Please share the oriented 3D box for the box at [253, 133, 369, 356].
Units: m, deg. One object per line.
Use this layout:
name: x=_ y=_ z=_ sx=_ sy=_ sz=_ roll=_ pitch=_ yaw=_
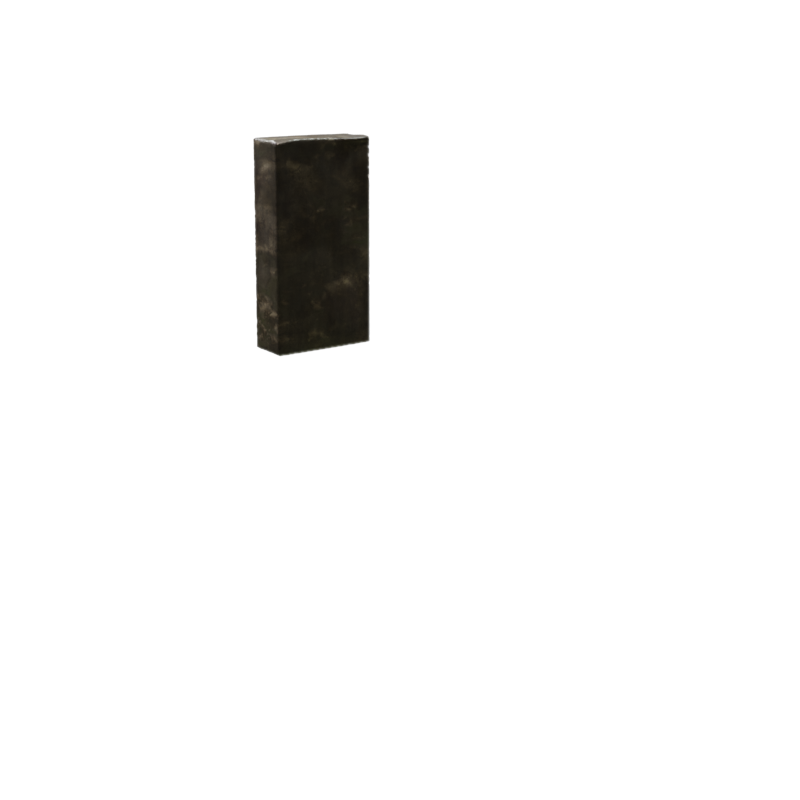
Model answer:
box: x=-0.072 y=-0.132 z=0.923 sx=0.091 sy=0.171 sz=0.051 roll=-8 pitch=15 yaw=-34
